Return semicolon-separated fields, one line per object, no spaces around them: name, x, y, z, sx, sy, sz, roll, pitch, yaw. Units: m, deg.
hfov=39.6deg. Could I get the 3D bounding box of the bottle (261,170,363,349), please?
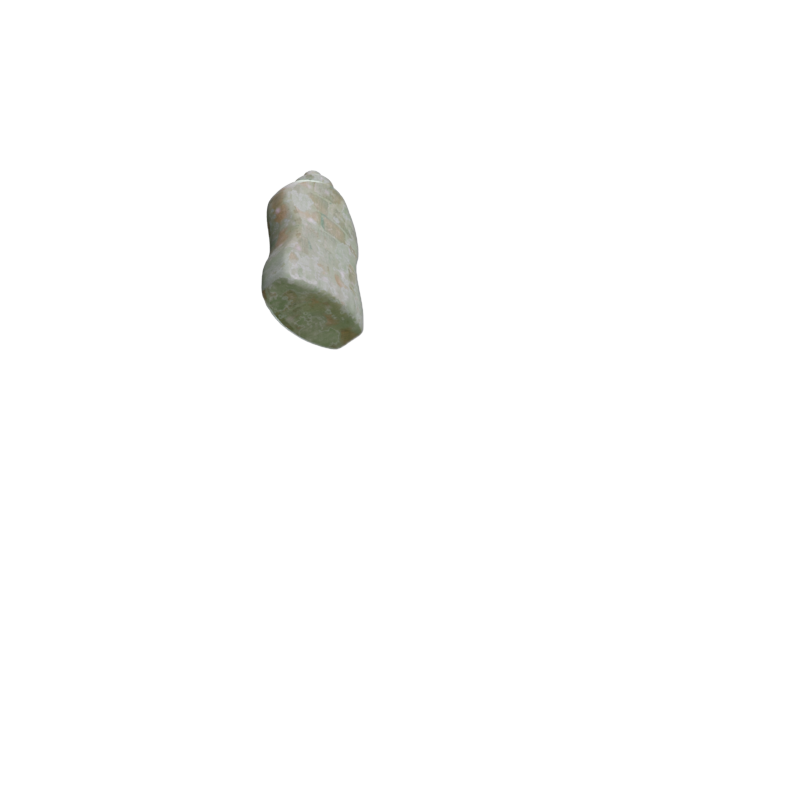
bottle;-0.077;-0.140;0.985;0.090;0.206;0.058;34;-56;-31
